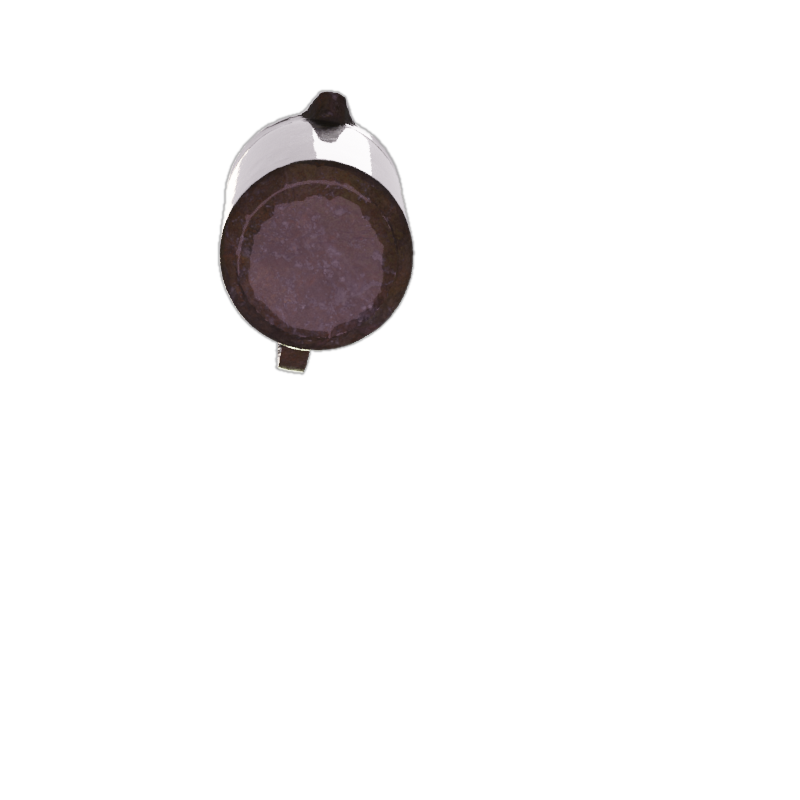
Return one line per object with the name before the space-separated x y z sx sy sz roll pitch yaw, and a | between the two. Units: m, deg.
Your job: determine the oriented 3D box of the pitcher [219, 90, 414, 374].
pitcher | -0.056 -0.103 0.721 0.145 0.145 0.251 -33 15 6
